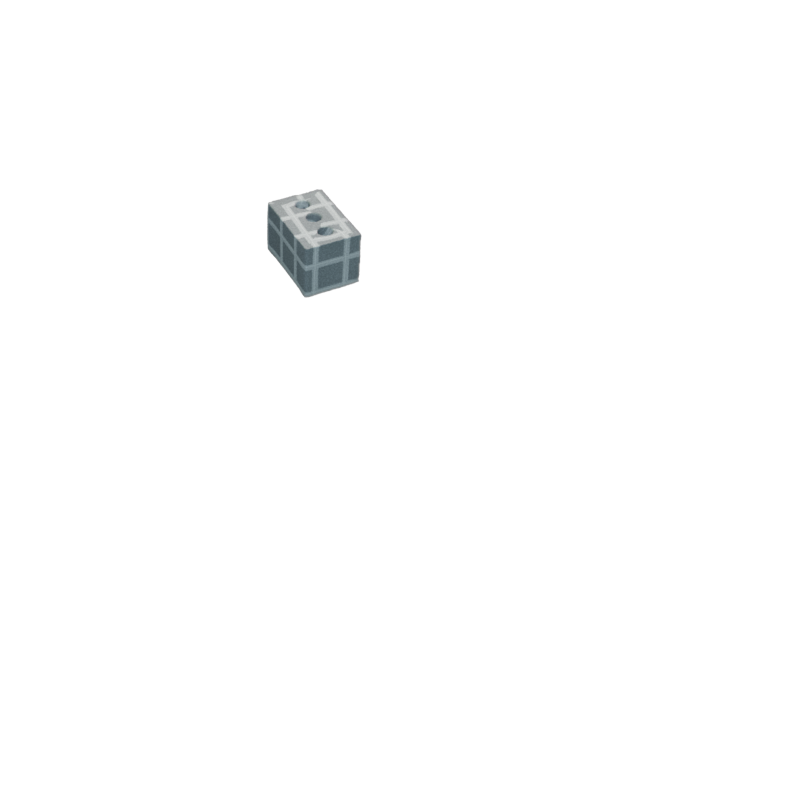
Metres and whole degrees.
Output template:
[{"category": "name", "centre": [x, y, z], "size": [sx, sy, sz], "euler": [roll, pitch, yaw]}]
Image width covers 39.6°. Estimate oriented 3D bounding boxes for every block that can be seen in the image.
[{"category": "block", "centre": [-0.073, -0.133, 0.930], "size": [0.052, 0.048, 0.084], "euler": [-18, 43, -22]}]
